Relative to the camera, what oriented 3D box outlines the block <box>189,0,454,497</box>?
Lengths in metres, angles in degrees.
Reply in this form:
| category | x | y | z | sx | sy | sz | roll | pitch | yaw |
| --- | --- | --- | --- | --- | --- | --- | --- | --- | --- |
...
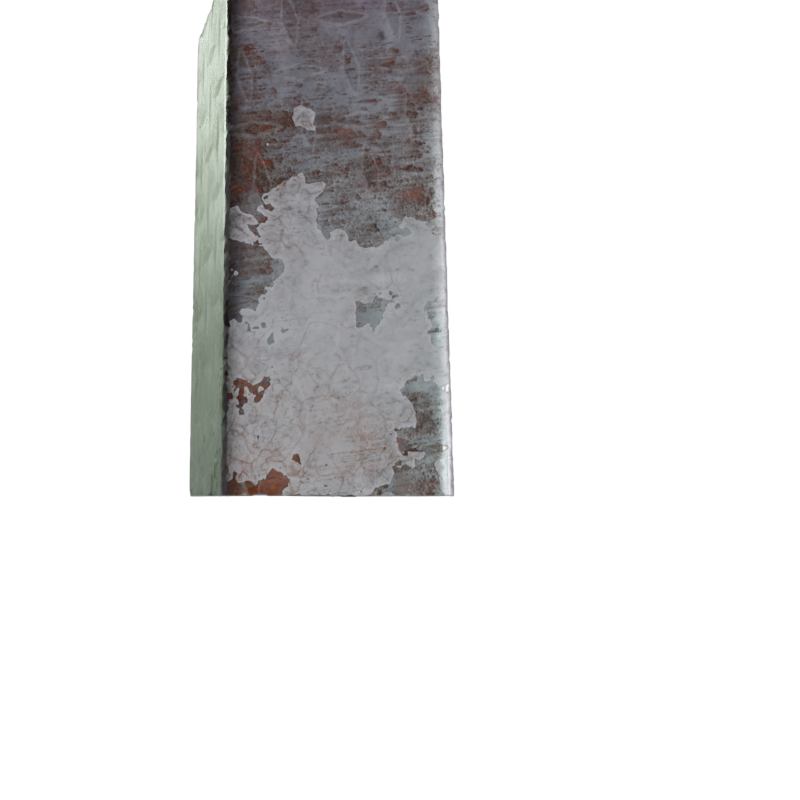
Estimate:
| category | x | y | z | sx | sy | sz | roll | pitch | yaw |
| --- | --- | --- | --- | --- | --- | --- | --- | --- | --- |
| block | -0.037 | -0.066 | 0.460 | 0.088 | 0.212 | 0.090 | 3 | -12 | -16 |
